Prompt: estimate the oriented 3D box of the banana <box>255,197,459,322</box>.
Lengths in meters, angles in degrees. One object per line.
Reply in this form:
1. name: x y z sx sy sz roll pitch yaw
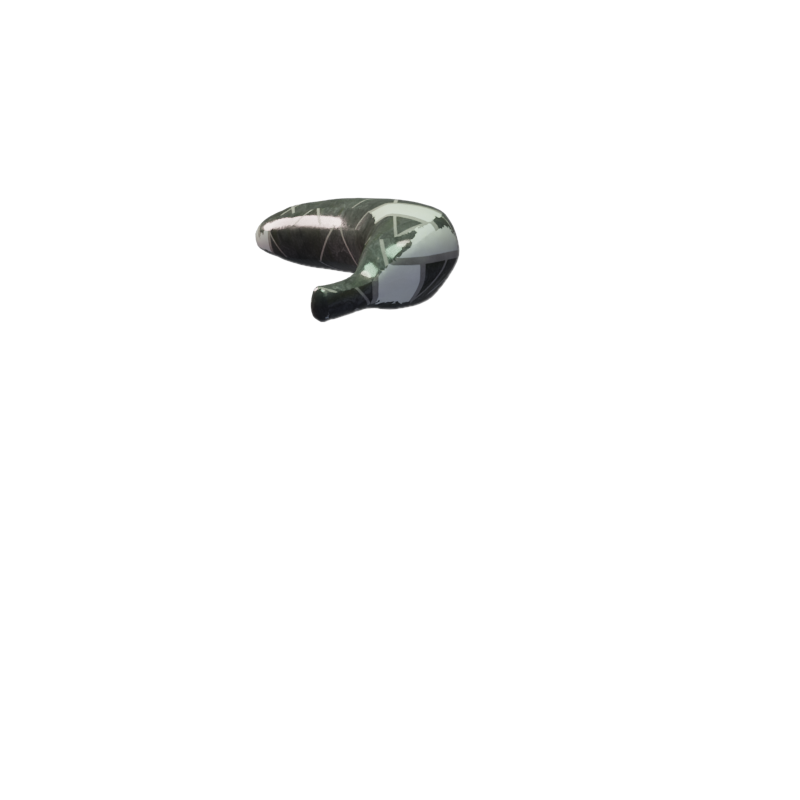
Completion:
1. banana: -0.018 -0.067 0.471 0.069 0.036 0.205 -2 13 -12
